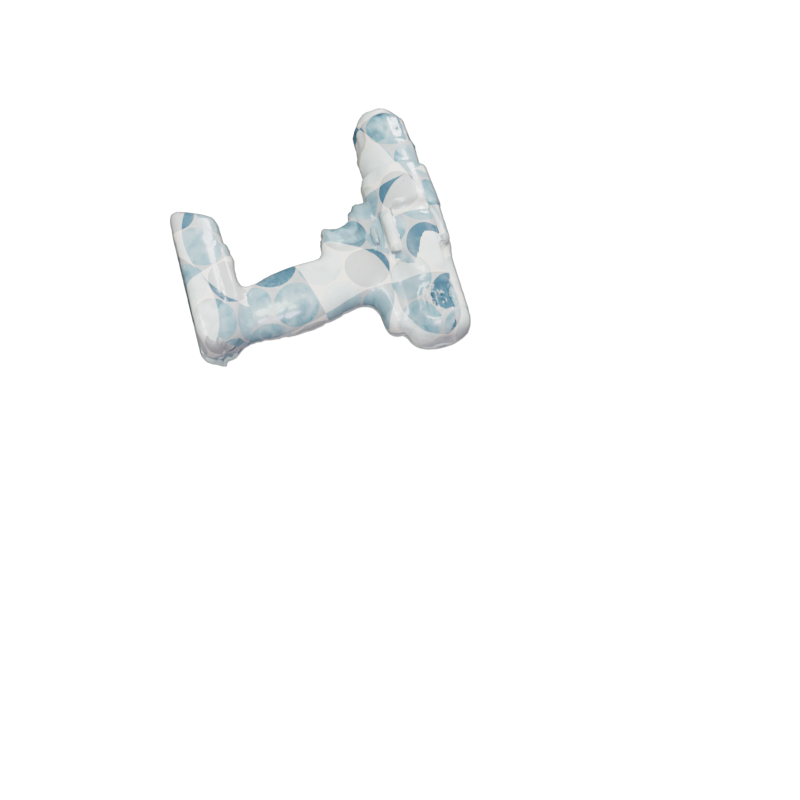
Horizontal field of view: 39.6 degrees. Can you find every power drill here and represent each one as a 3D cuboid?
[{"bbox_3d":[-0.060,-0.109,0.765,0.186,0.196,0.054,-13,-24,-7],"label":"power drill"}]
